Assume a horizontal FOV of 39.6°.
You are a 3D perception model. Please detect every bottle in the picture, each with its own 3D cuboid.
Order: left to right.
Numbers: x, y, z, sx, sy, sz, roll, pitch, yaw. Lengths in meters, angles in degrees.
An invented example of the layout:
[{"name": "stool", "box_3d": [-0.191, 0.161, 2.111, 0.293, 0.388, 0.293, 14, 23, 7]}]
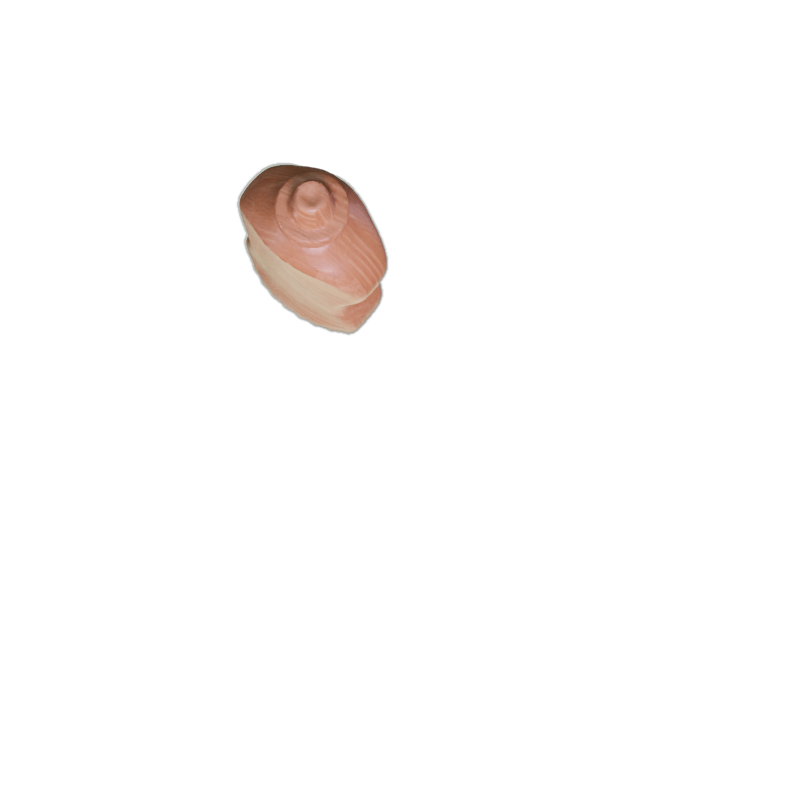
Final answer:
[{"name": "bottle", "box_3d": [-0.053, -0.095, 0.668, 0.098, 0.059, 0.187, 41, -9, 3]}]
